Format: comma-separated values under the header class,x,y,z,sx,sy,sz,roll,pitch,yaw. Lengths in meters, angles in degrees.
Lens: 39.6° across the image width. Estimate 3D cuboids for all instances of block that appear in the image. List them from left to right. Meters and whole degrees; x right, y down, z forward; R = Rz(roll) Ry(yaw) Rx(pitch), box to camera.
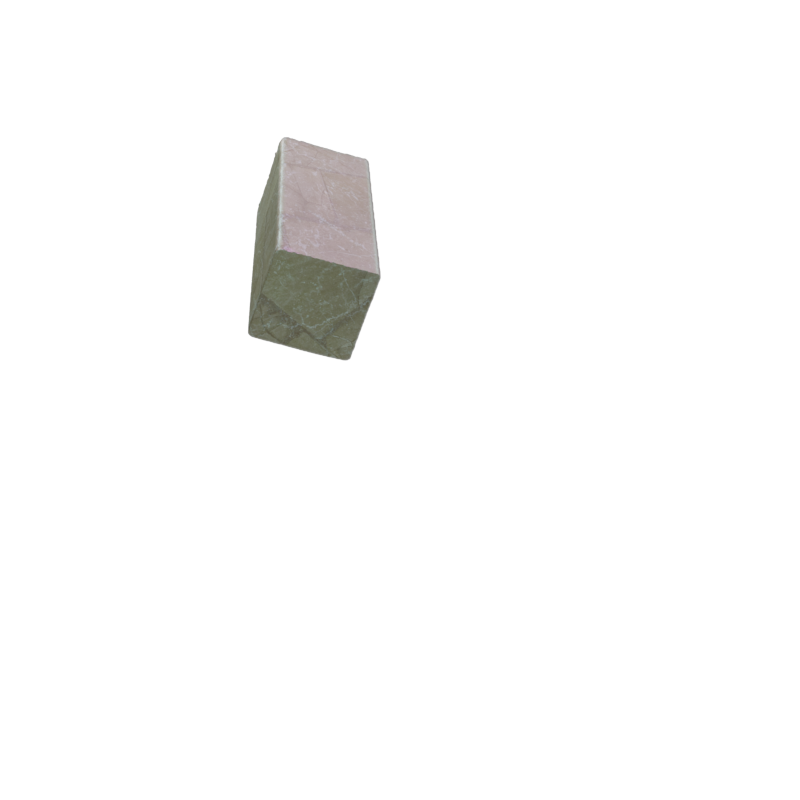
class,x,y,z,sx,sy,sz,roll,pitch,yaw
block,-0.077,-0.140,0.979,0.088,0.087,0.220,13,34,-13
